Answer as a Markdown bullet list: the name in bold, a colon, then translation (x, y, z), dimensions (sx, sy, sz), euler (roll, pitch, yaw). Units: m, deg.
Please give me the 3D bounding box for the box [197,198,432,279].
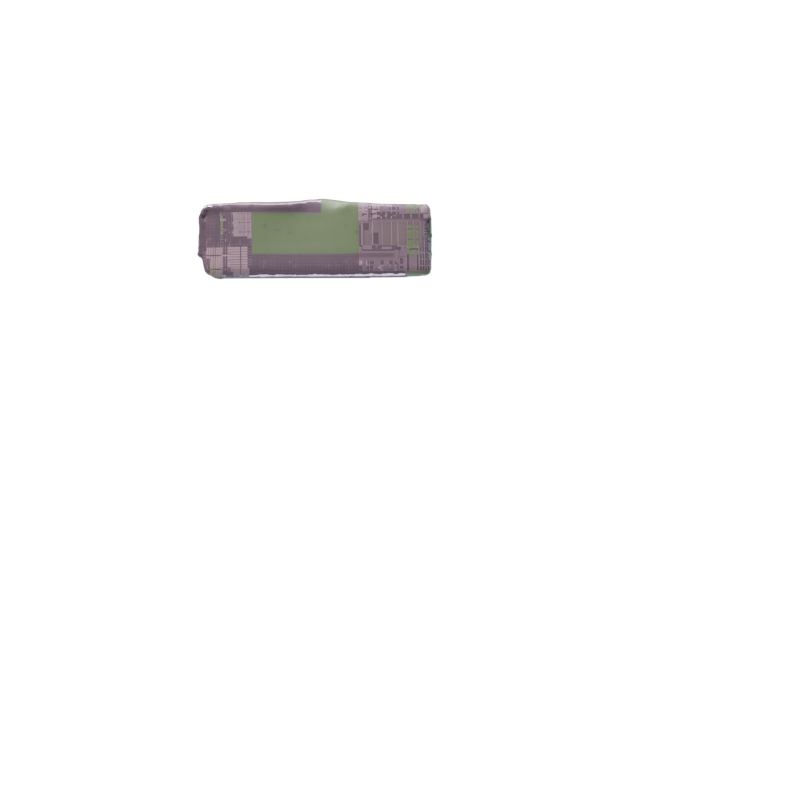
- **box**: translation (-0.036, -0.065, 0.454), dimensions (0.089, 0.030, 0.074), euler (0, 5, -3)
